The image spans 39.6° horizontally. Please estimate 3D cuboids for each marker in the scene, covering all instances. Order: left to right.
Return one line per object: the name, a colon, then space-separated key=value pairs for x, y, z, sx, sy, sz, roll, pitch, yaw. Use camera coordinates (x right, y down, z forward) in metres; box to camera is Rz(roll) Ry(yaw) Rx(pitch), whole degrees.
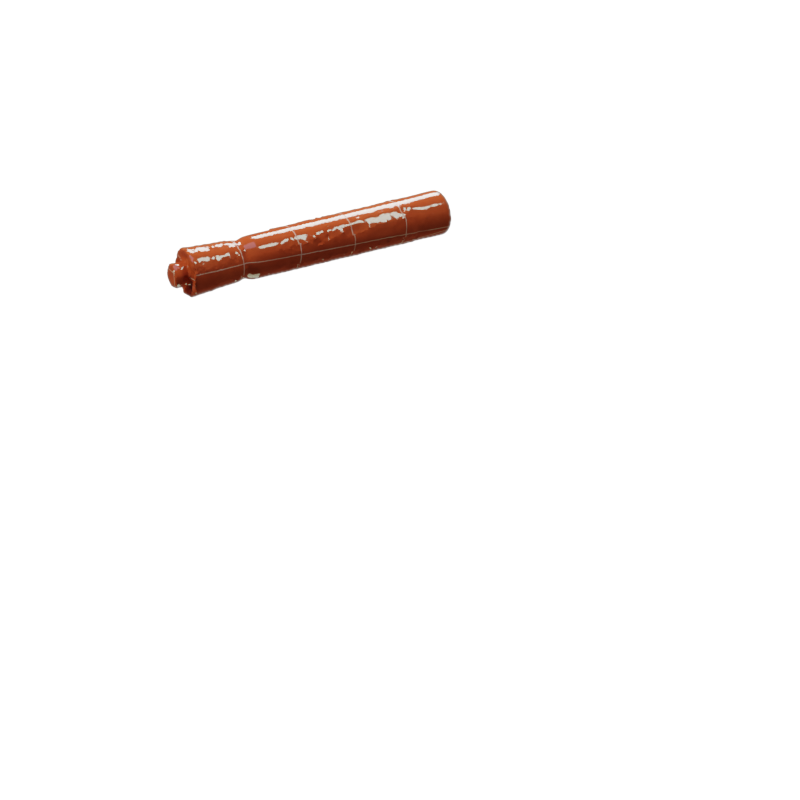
marker: x=-0.034 y=-0.062 z=0.435 sx=0.119 sy=0.019 sz=0.020 roll=-18 pitch=12 yaw=-27
